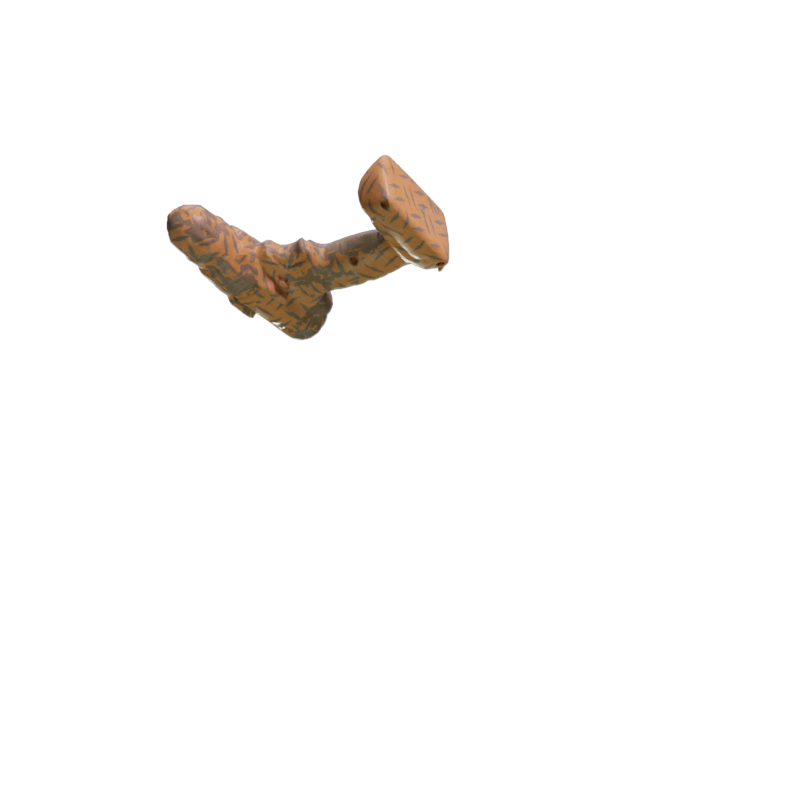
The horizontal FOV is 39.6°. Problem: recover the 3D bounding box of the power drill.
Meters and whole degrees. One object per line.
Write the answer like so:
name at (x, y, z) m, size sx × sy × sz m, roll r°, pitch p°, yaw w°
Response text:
power drill at (-0.070, -0.128, 0.896) m, size 0.189 × 0.061 × 0.171 m, roll -19°, pitch -36°, yaw 29°
